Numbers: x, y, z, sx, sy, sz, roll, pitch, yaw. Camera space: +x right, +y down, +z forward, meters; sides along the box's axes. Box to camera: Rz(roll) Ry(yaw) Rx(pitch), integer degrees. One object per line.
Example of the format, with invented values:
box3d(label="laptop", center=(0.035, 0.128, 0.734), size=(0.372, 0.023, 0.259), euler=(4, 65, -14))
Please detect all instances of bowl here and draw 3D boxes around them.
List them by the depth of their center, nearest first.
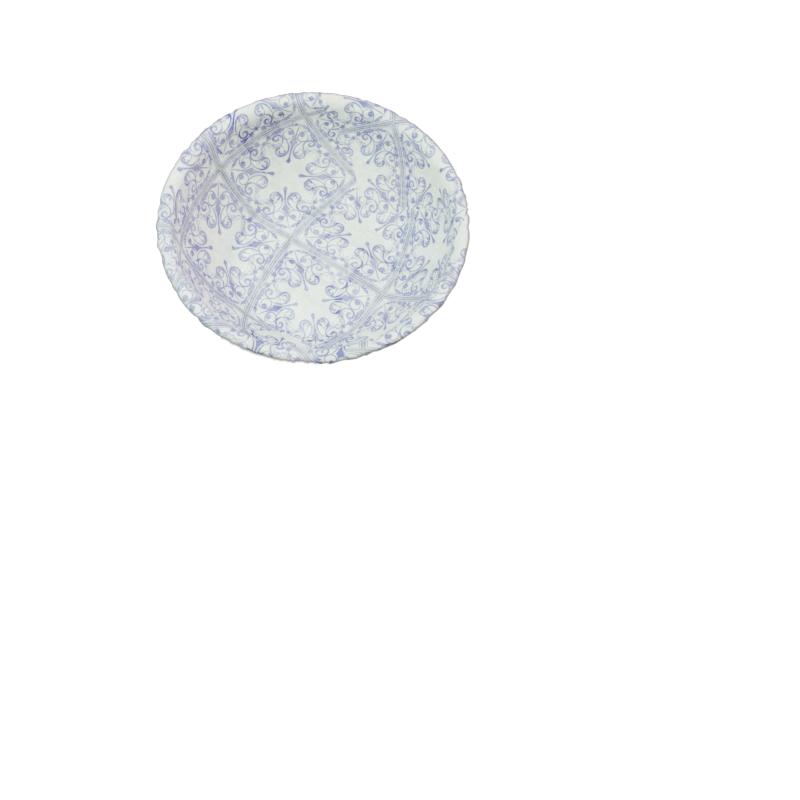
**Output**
box3d(label="bowl", center=(-0.047, -0.085, 0.594), size=(0.162, 0.172, 0.052), euler=(-1, -27, -1))
